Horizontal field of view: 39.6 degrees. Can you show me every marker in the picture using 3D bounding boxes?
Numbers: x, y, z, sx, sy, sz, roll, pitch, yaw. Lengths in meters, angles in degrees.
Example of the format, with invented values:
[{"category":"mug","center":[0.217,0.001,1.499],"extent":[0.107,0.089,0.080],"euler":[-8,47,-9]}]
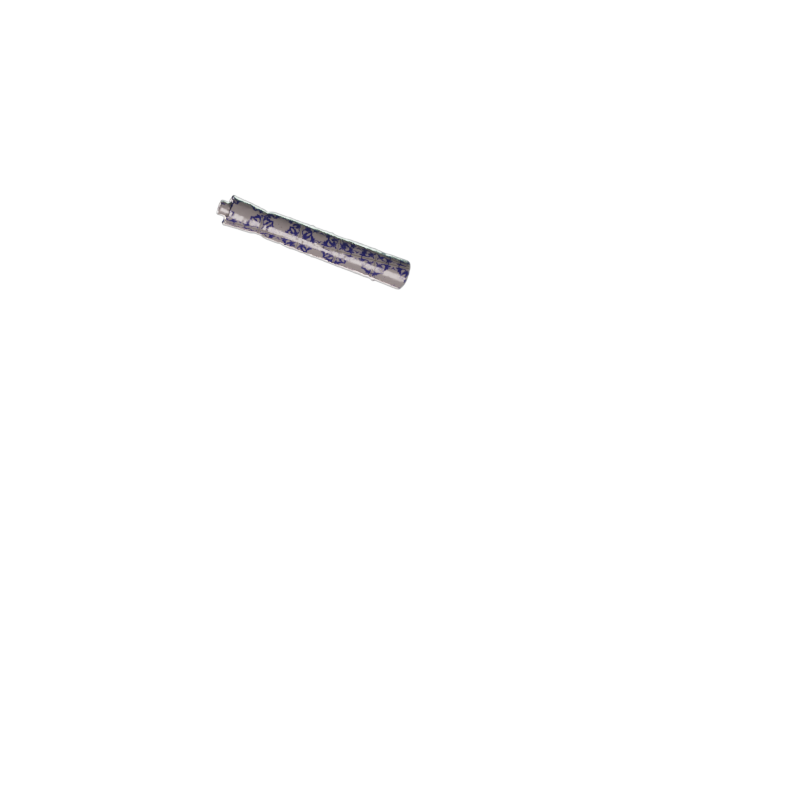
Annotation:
[{"category":"marker","center":[-0.052,-0.094,0.660],"extent":[0.118,0.020,0.020],"euler":[19,-1,-13]}]
